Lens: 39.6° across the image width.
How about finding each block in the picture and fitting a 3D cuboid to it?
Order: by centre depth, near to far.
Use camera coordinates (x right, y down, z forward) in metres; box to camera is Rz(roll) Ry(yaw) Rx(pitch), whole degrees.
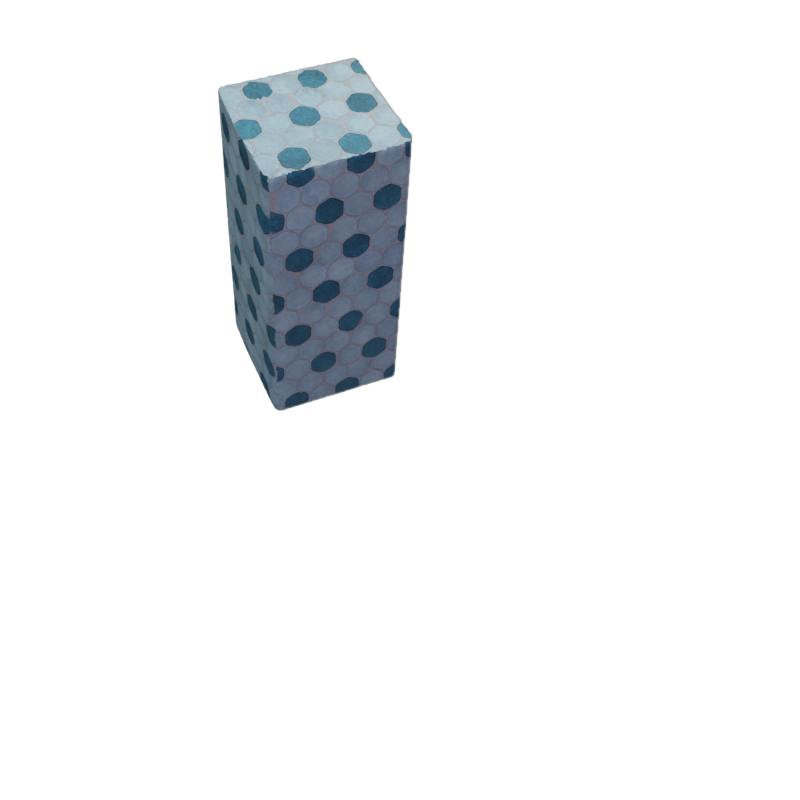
[{"bbox_3d":[-0.055,-0.100,0.702,0.090,0.098,0.192,-15,-39,-17],"label":"block"}]
